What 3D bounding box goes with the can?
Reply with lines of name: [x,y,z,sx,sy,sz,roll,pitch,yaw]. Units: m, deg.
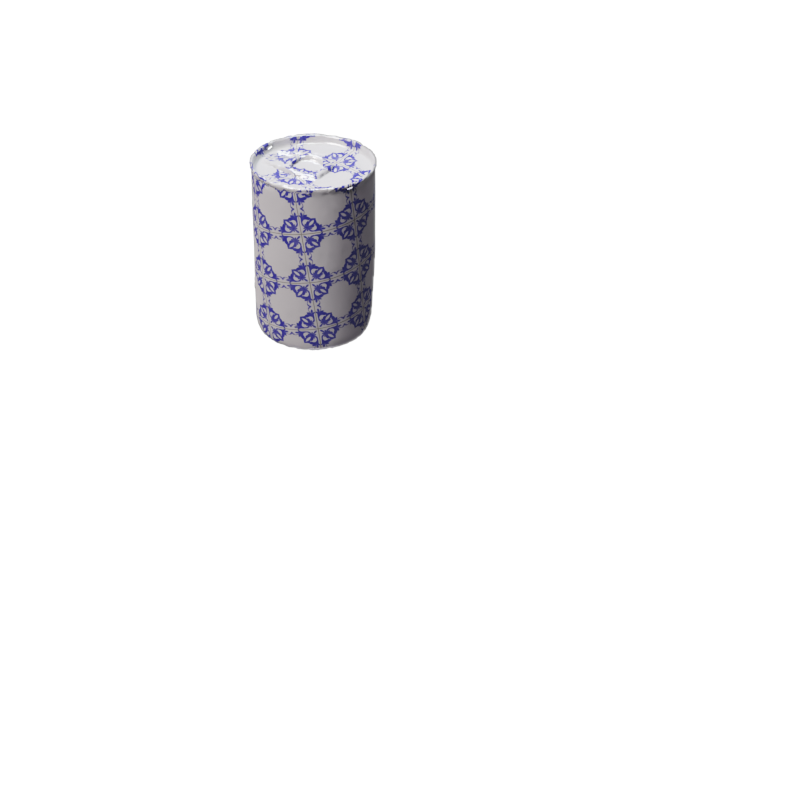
can: [-0.048,-0.088,0.616,0.068,0.096,0.073,0,34,-3]
